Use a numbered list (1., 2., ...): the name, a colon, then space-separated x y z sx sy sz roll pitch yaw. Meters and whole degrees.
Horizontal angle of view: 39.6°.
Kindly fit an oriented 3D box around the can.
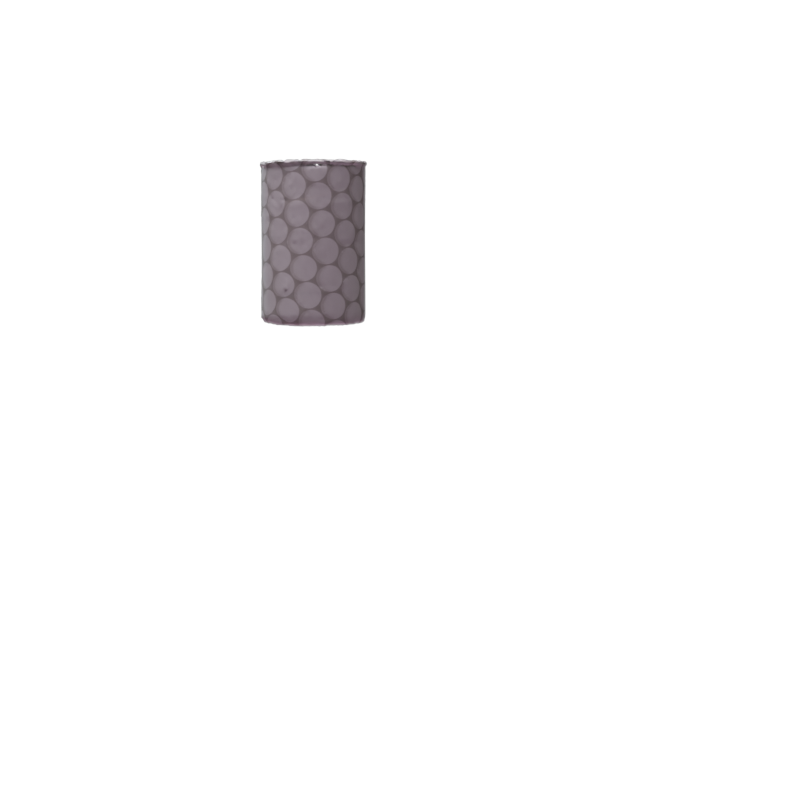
1. can: -0.055 -0.101 0.705 0.068 0.102 0.069 0 4 -2
